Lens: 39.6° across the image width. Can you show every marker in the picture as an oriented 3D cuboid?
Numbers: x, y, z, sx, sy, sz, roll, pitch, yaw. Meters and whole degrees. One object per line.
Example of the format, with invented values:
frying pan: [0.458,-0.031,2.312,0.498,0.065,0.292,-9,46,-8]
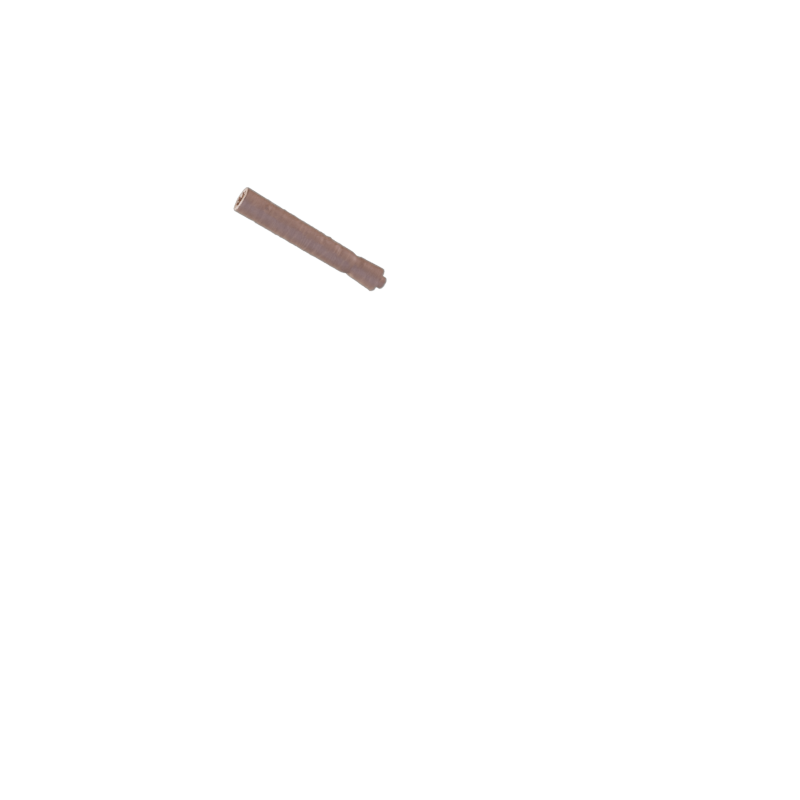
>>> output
marker: [-0.061,-0.111,0.775,0.117,0.020,0.020,29,-6,-16]
